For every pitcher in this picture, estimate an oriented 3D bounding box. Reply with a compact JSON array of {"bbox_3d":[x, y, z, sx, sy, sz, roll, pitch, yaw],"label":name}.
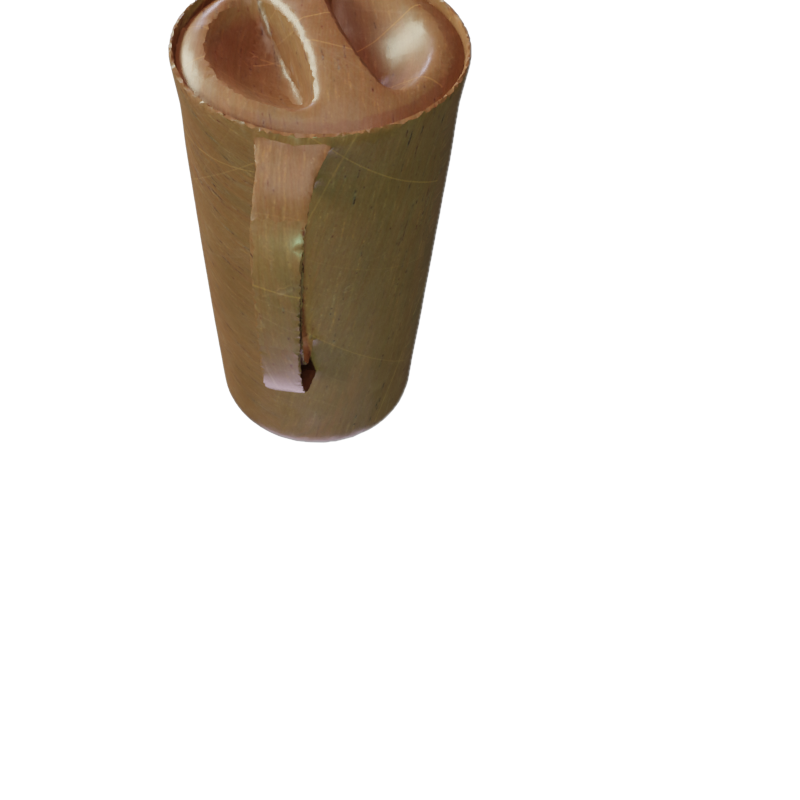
[{"bbox_3d":[-0.044,-0.080,0.561,0.149,0.226,0.155,-29,56,-26],"label":"pitcher"}]
